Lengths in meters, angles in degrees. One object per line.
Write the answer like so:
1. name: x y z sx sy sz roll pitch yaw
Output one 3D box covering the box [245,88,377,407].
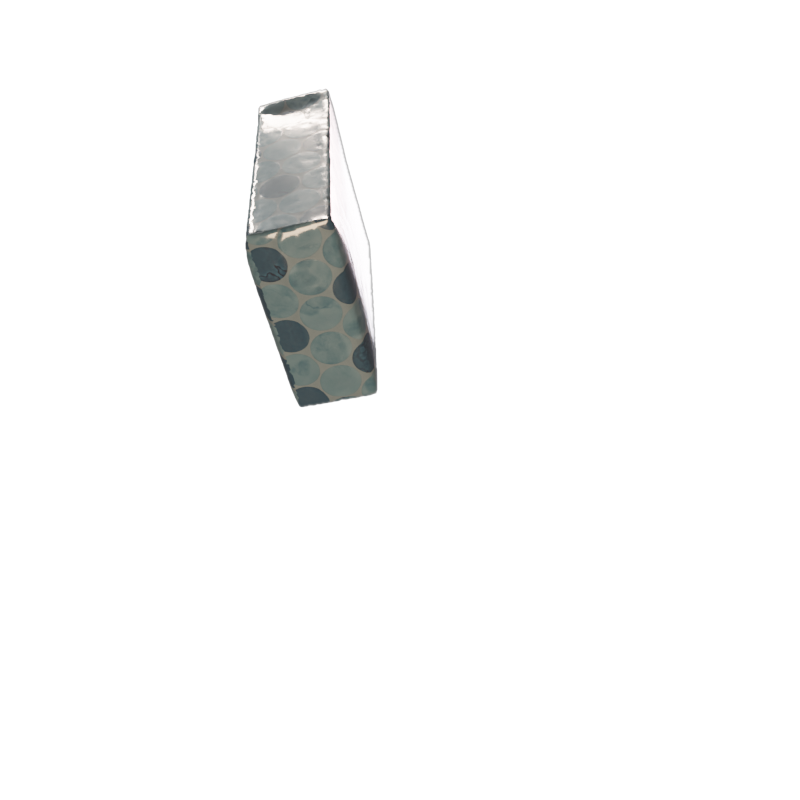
1. box: -0.070 -0.128 0.894 0.072 0.152 0.229 -12 37 5
